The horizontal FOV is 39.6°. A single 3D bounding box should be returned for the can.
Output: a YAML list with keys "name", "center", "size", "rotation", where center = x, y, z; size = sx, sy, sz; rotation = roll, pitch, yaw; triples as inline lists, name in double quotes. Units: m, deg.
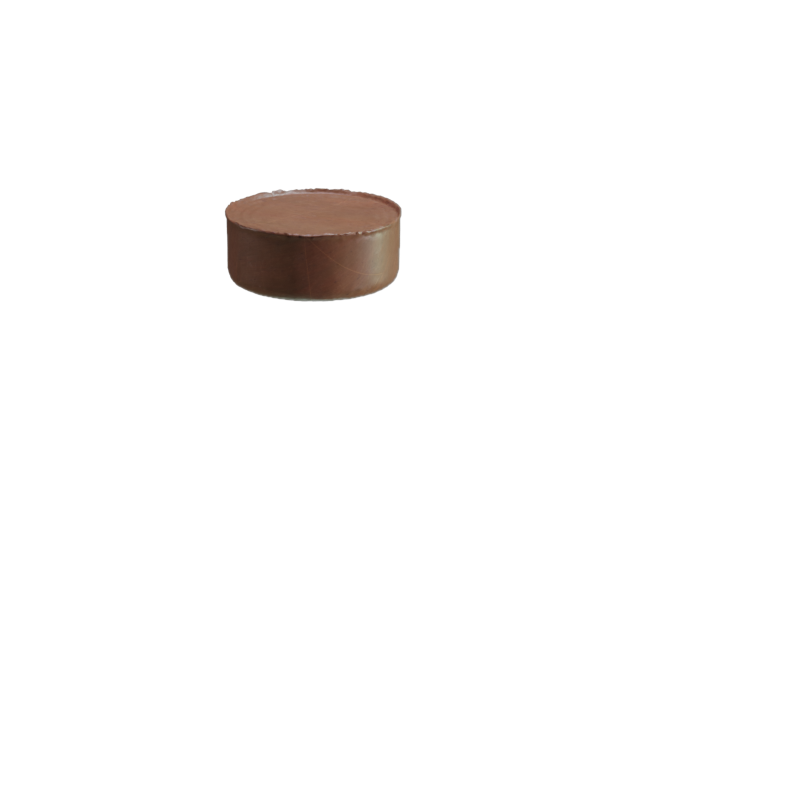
- name: "can"
  center: [-0.042, -0.077, 0.541]
  size: [0.086, 0.032, 0.090]
  rotation: [-1, 23, -2]
